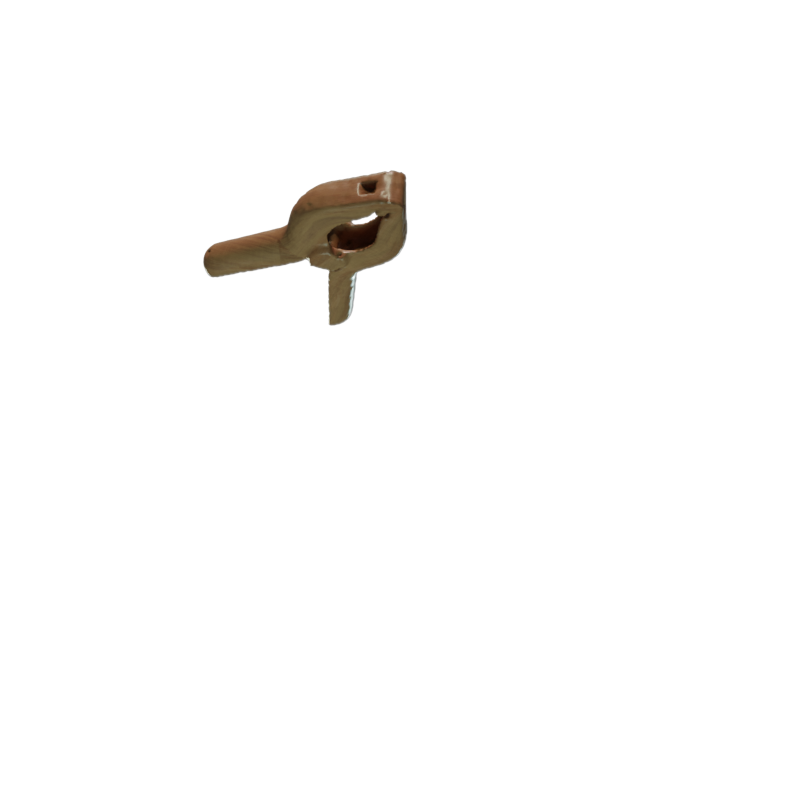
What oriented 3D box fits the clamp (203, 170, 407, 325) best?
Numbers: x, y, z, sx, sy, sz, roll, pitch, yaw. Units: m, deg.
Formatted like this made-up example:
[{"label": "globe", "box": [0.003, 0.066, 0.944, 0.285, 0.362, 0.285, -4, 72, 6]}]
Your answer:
[{"label": "clamp", "box": [-0.060, -0.109, 0.761, 0.116, 0.042, 0.167, 13, -31, -22]}]
